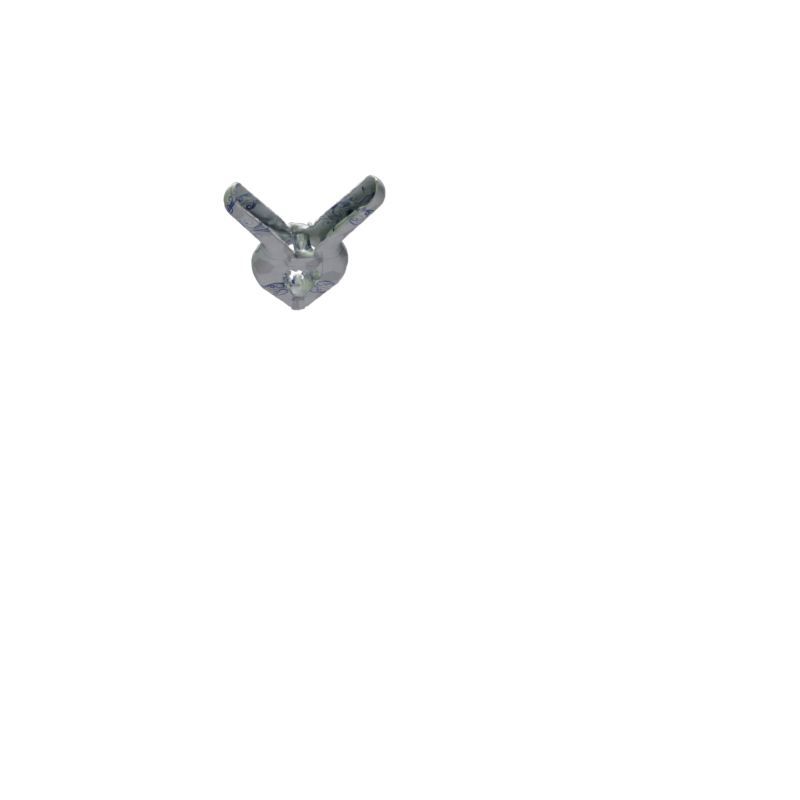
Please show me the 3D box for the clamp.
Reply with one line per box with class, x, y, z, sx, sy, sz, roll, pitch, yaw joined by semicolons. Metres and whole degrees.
clamp;-0.069;-0.126;0.884;0.121;0.041;0.161;-1;-23;3
